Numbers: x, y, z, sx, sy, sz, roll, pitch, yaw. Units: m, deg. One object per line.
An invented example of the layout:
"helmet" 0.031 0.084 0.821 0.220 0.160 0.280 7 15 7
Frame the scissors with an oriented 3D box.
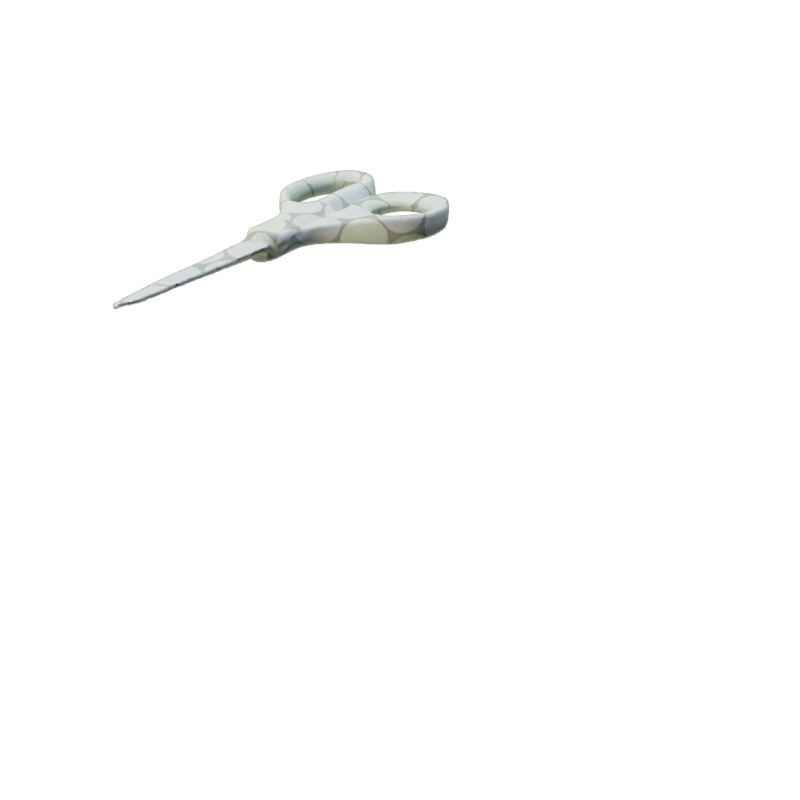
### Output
"scissors" -0.040 -0.073 0.513 0.099 0.015 0.207 8 28 15
